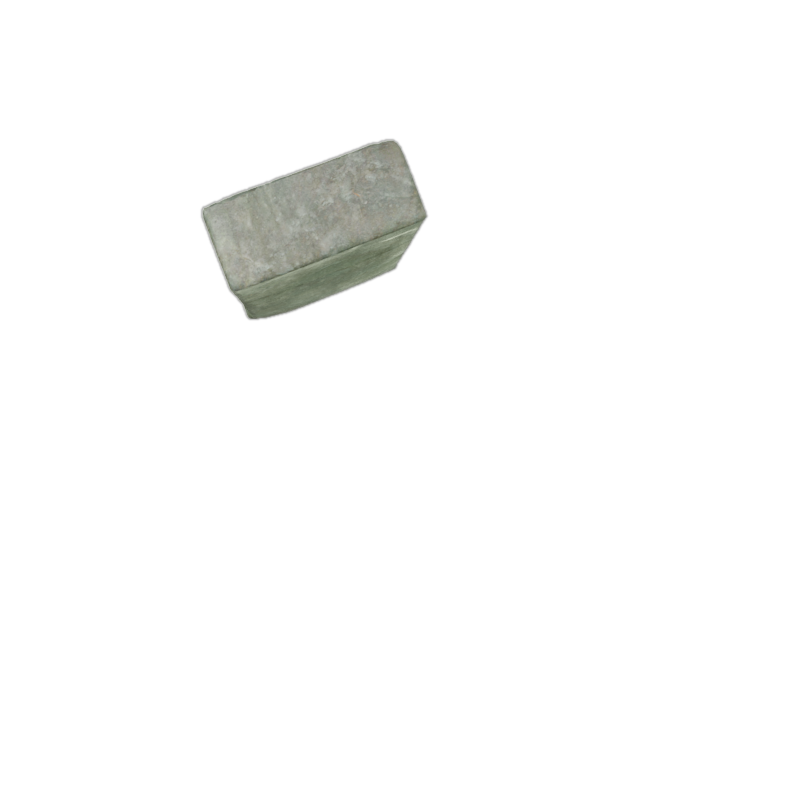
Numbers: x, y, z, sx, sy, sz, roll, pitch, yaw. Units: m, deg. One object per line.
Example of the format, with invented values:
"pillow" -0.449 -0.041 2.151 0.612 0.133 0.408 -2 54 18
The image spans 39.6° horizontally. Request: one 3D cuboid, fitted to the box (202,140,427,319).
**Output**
"box" -0.044 -0.080 0.559 0.093 0.049 0.174 -21 -2 -5
